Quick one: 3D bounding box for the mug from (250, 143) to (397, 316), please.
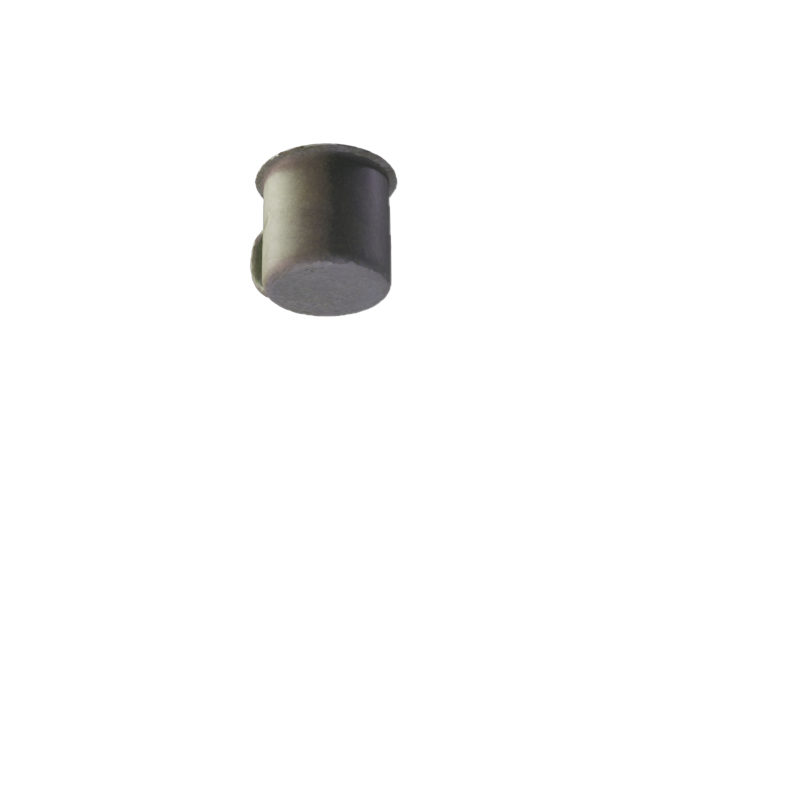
[{"bbox_3d":[-0.056,-0.102,0.717,0.118,0.086,0.087,-20,-30,38],"label":"mug"}]
